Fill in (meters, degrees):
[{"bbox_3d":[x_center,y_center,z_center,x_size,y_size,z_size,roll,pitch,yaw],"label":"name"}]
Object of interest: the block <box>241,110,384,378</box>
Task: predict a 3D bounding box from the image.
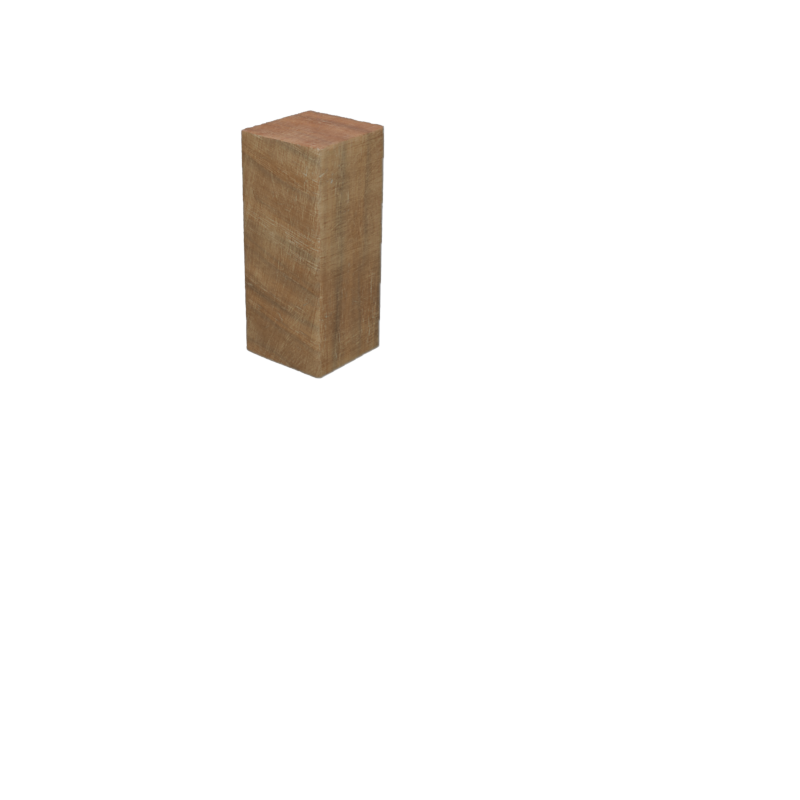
[{"bbox_3d":[-0.075,-0.138,0.968,0.095,0.196,0.090,19,28,35],"label":"block"}]
